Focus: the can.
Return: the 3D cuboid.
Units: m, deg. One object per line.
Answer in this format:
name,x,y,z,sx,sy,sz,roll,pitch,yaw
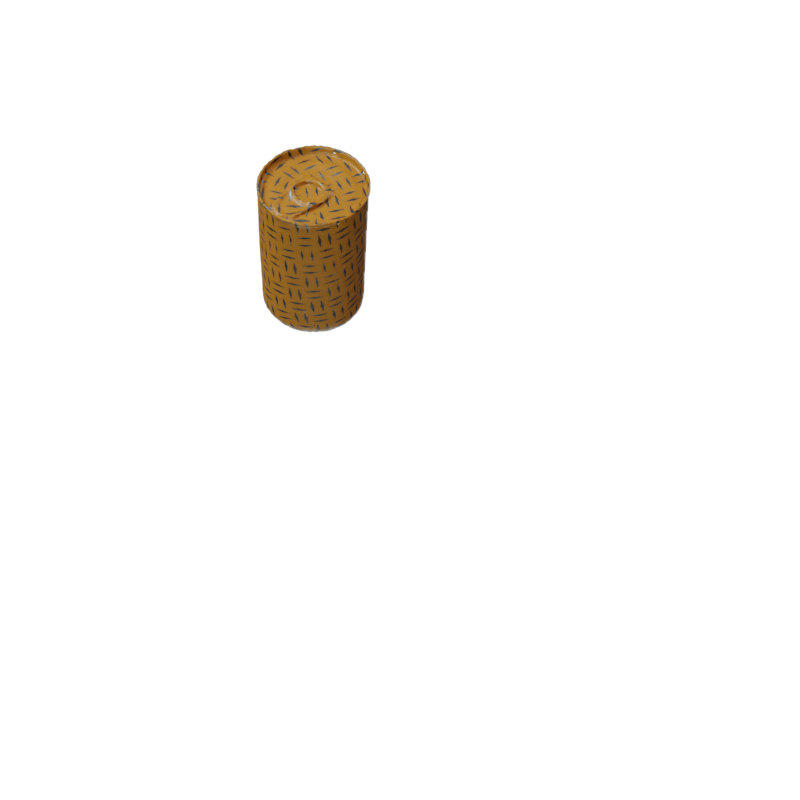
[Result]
can,-0.054,-0.099,0.693,0.068,0.073,0.095,0,-39,-3
